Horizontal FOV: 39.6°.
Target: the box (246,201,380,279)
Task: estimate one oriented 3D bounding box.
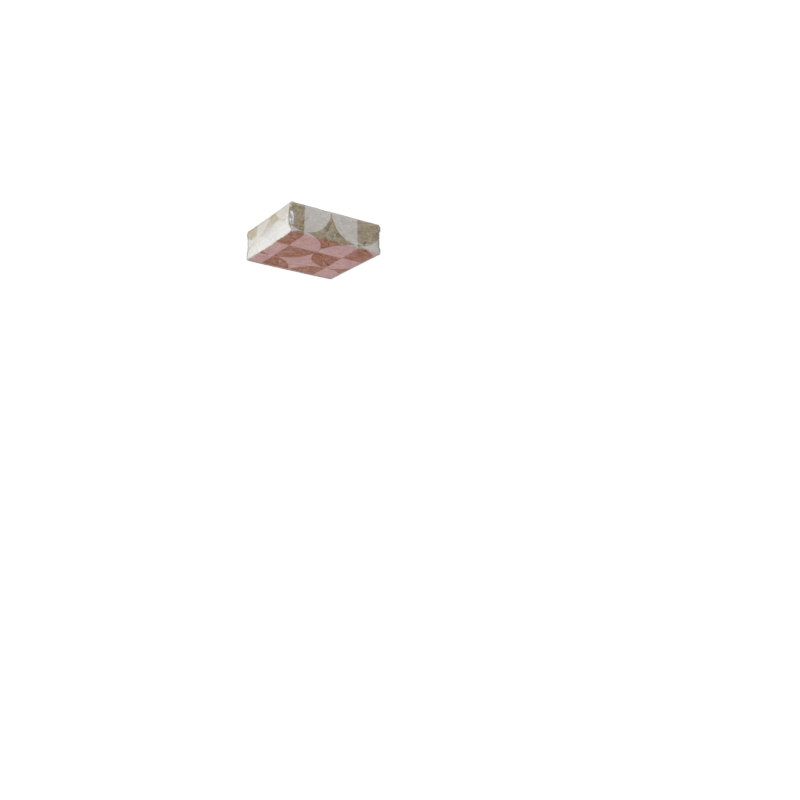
[{"bbox_3d":[-0.072,-0.132,0.922,0.085,0.032,0.073,10,-19,-32],"label":"box"}]
